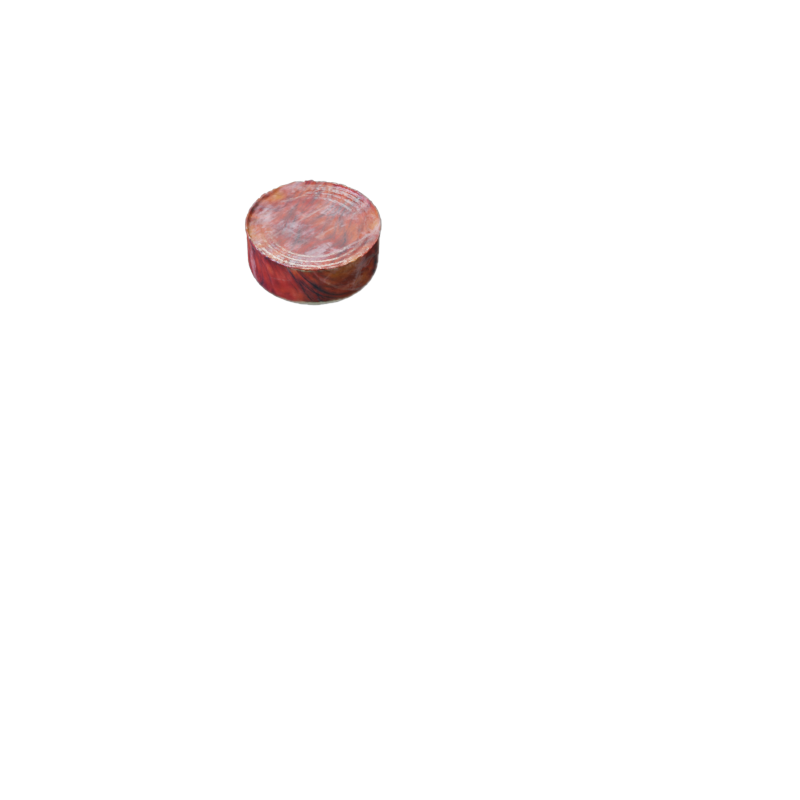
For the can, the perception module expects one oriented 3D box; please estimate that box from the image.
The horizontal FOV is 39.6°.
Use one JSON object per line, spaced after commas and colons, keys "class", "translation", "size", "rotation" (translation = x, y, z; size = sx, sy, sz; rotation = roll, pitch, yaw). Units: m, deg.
{"class": "can", "translation": [-0.055, -0.101, 0.706], "size": [0.086, 0.092, 0.031], "rotation": [-1, -44, -1]}
